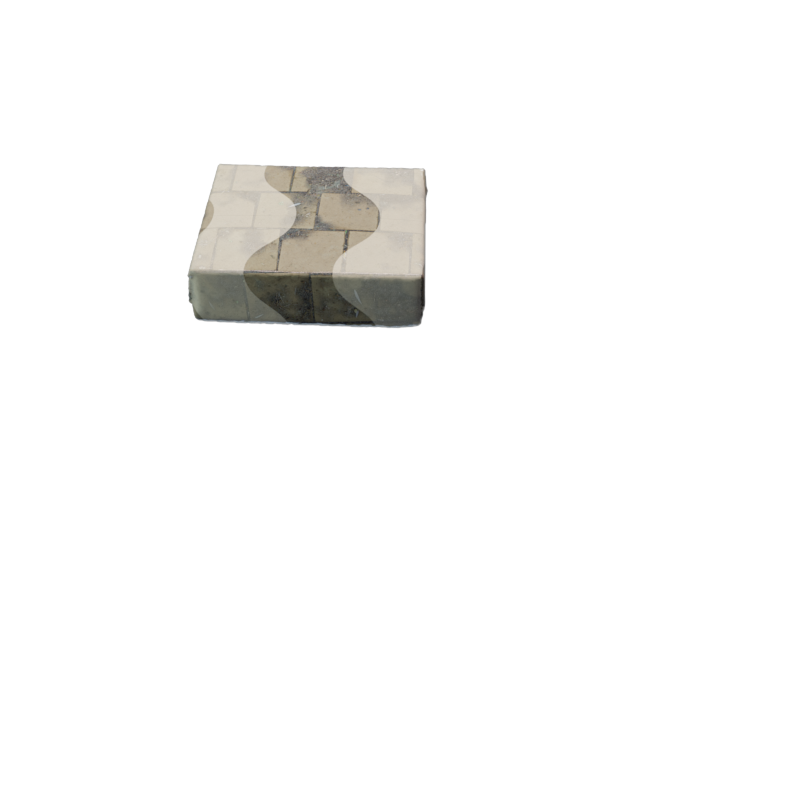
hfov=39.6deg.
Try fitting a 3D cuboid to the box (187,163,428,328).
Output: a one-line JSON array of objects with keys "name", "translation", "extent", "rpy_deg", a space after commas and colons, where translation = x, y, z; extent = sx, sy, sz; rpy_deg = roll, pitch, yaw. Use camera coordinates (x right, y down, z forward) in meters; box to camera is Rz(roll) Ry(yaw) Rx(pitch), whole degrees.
[{"name": "box", "translation": [-0.044, -0.079, 0.556], "extent": [0.114, 0.036, 0.096], "rpy_deg": [3, 43, 2]}]
